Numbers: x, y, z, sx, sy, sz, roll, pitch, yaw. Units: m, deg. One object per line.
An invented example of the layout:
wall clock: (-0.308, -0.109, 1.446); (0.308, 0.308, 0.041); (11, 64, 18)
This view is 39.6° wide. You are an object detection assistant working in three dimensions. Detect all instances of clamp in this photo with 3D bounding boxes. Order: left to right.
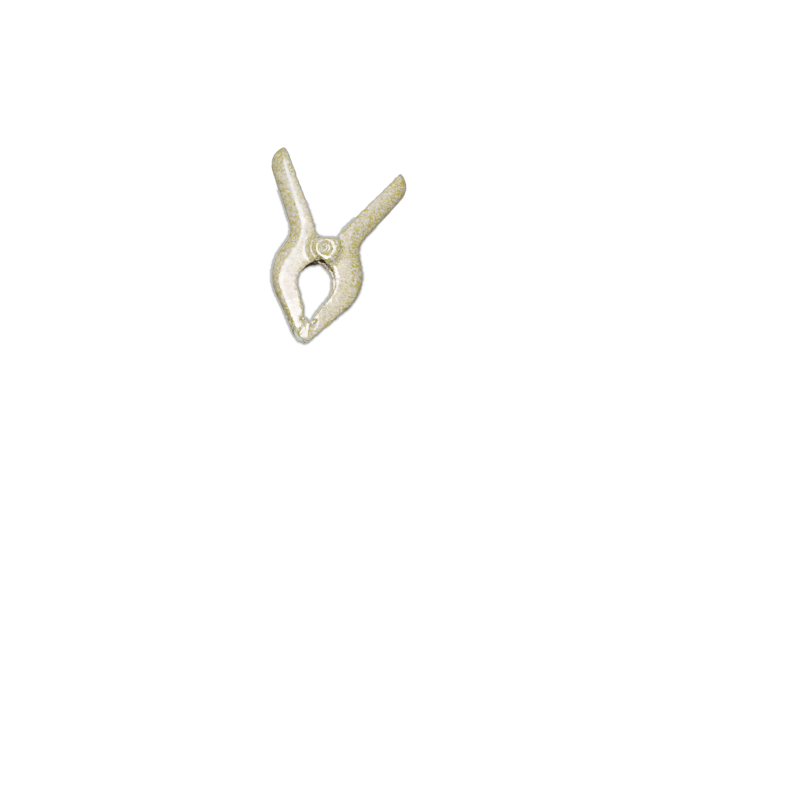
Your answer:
clamp: (-0.076, -0.138, 0.966); (0.121, 0.176, 0.038); (19, -16, 5)
